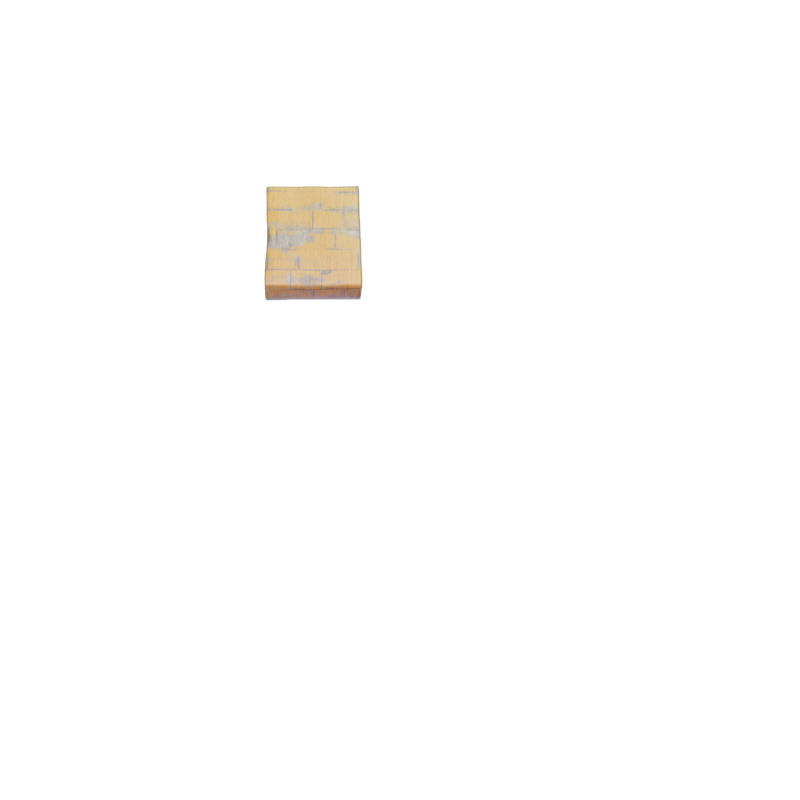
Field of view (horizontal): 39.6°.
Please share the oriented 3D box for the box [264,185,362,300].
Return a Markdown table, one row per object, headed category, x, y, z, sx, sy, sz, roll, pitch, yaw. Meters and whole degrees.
| category | x | y | z | sx | sy | sz | roll | pitch | yaw |
| --- | --- | --- | --- | --- | --- | --- | --- | --- | --- |
| box | -0.067 | -0.121 | 0.850 | 0.073 | 0.095 | 0.028 | -1 | -26 | -1 |
